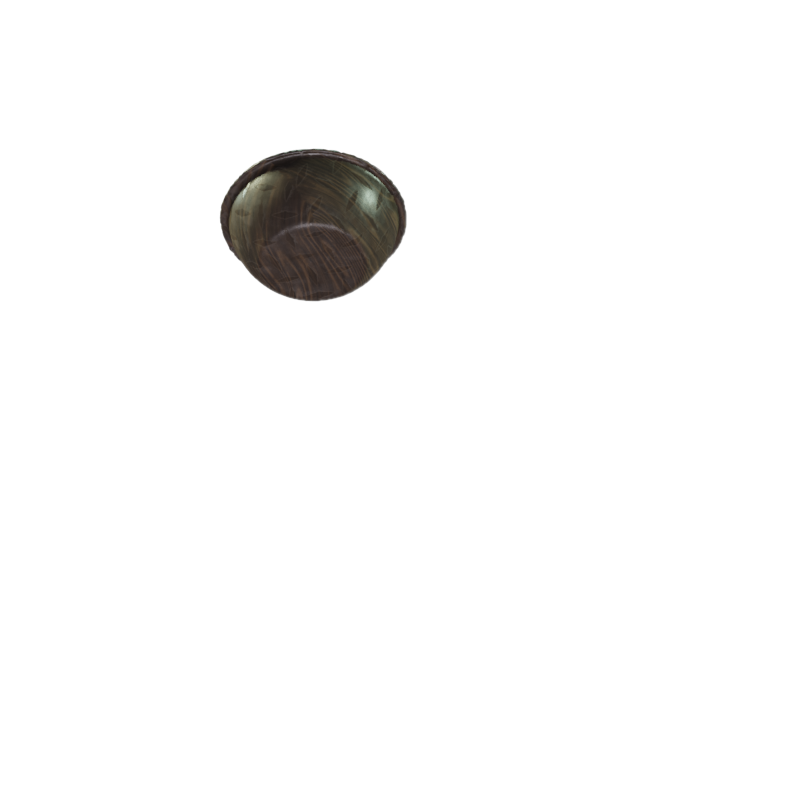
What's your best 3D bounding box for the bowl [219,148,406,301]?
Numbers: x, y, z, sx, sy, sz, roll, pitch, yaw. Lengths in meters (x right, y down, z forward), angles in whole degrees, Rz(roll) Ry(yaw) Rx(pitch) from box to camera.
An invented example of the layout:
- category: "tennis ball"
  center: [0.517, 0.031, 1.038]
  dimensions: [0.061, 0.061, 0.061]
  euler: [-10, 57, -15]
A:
- category: "bowl"
  center: [-0.074, -0.135, 0.943]
  dimensions: [0.162, 0.059, 0.151]
  euler: [1, -43, -1]
